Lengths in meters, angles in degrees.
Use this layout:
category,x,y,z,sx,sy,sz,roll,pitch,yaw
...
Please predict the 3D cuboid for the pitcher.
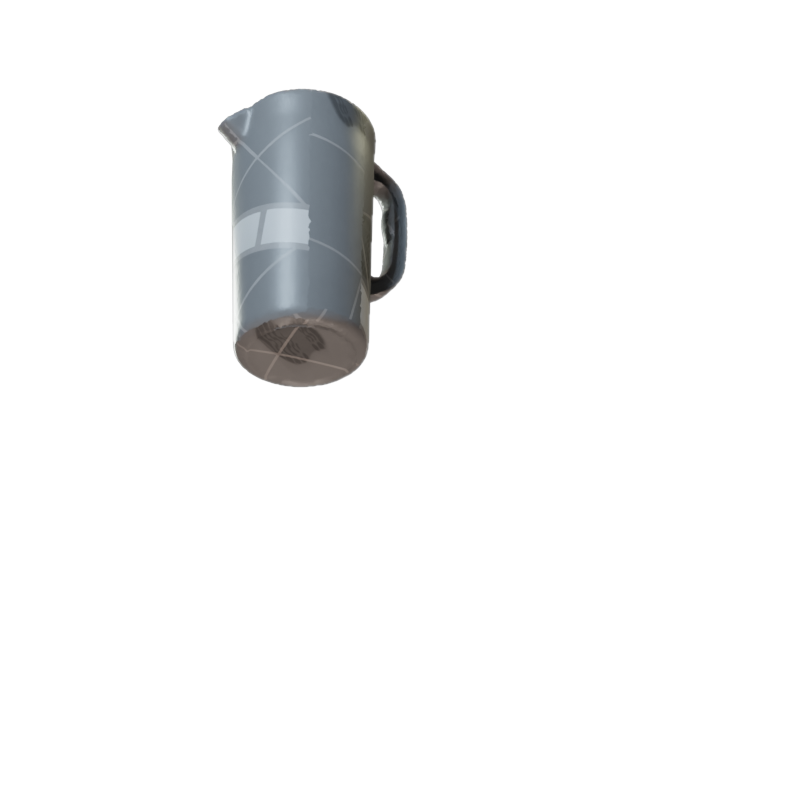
category,x,y,z,sx,sy,sz,roll,pitch,yaw
pitcher,-0.074,-0.136,0.949,0.150,0.260,0.134,-8,-36,8
